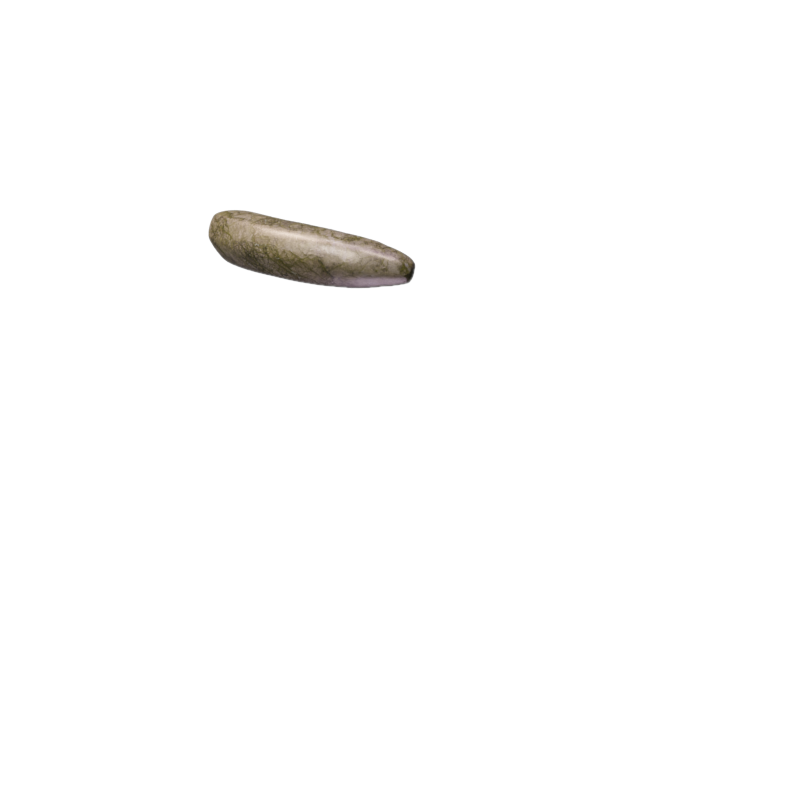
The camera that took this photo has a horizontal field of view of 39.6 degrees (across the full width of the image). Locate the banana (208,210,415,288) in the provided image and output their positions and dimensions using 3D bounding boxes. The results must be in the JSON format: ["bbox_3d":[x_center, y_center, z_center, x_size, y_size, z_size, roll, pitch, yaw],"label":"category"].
[{"bbox_3d":[-0.075,-0.103,0.731,0.068,0.036,0.209,-11,21,-34],"label":"banana"}]
